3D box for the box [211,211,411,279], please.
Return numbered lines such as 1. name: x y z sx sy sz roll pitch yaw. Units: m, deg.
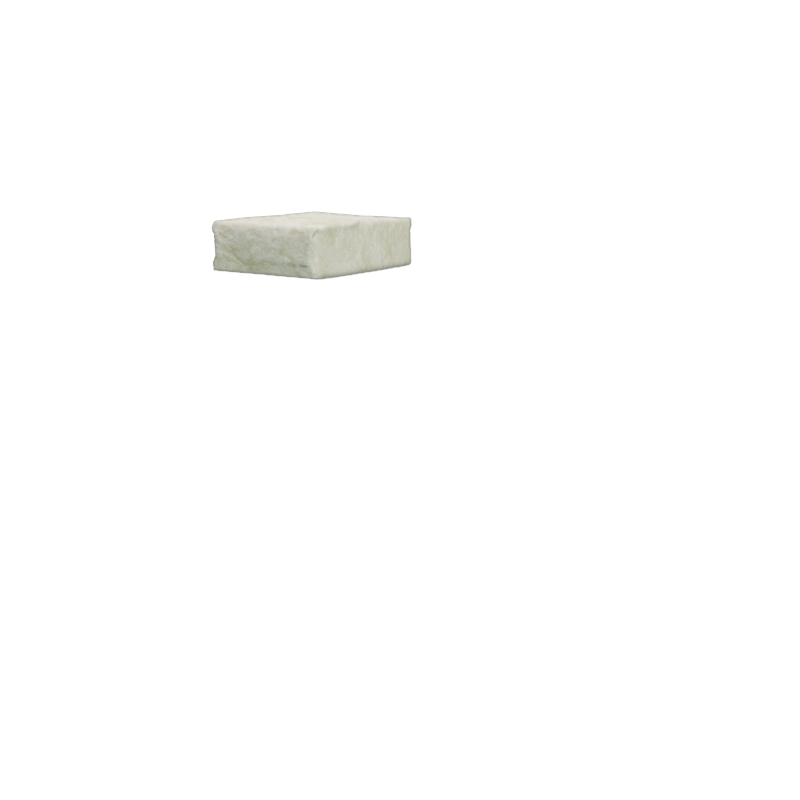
1. box: -0.048 -0.087 0.612 0.076 0.029 0.087 9 16 37
